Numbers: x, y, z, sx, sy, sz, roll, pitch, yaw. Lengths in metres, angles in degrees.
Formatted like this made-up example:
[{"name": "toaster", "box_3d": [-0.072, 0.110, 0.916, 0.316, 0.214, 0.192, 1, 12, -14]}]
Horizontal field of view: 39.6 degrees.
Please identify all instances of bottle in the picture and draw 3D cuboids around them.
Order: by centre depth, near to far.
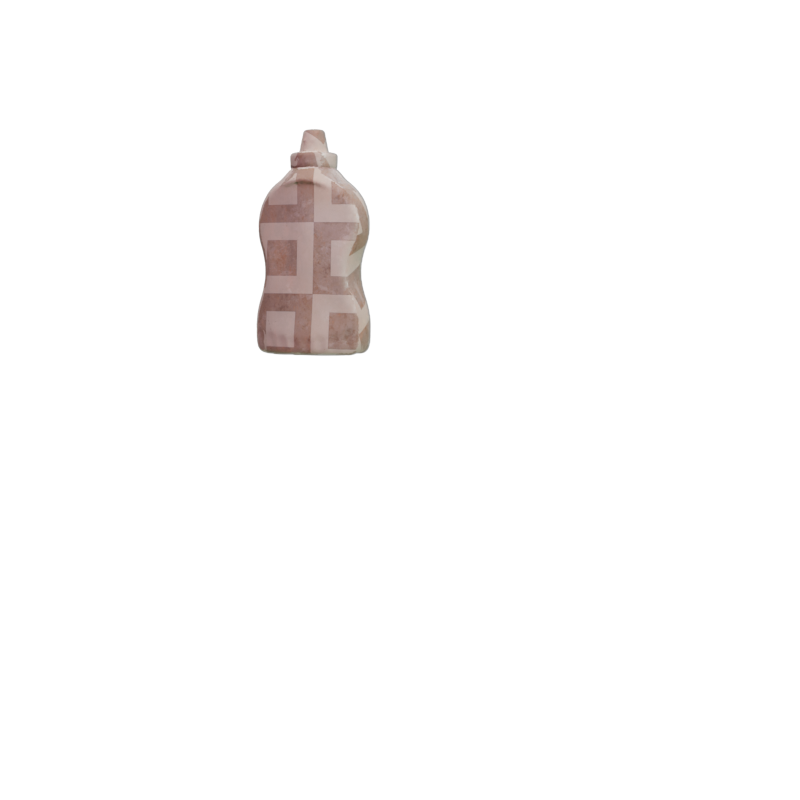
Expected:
[{"name": "bottle", "box_3d": [-0.074, -0.136, 0.950, 0.099, 0.192, 0.056, 0, -1, 23]}]
